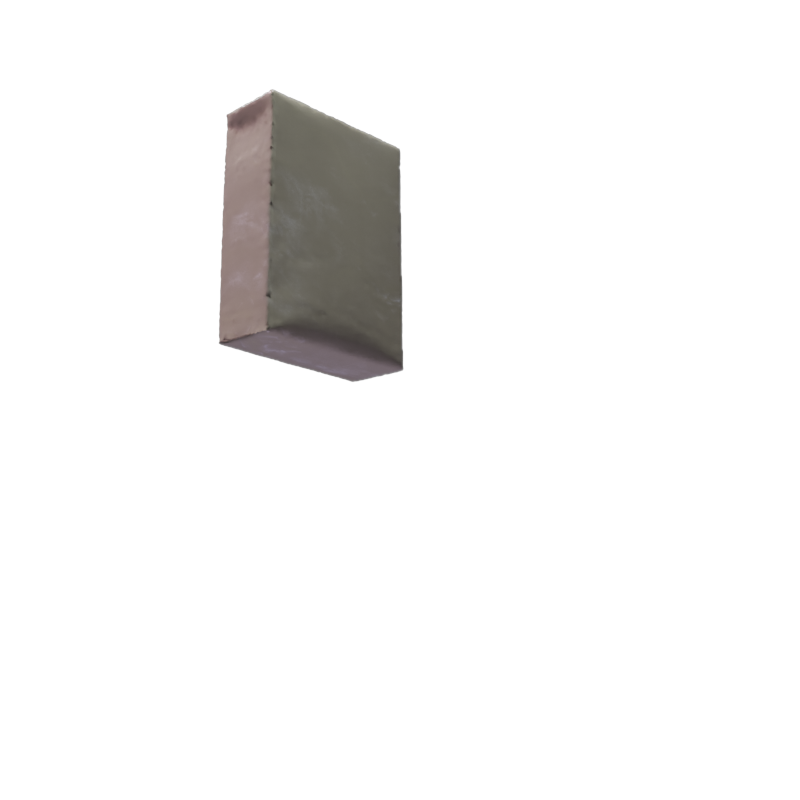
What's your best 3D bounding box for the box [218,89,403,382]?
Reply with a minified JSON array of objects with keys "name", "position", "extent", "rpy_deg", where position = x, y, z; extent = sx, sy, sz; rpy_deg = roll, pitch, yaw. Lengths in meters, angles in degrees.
[{"name":"box","position":[-0.075,-0.137,0.958],"extent":[0.073,0.224,0.155],"rpy_deg":[-19,-26,40]}]
